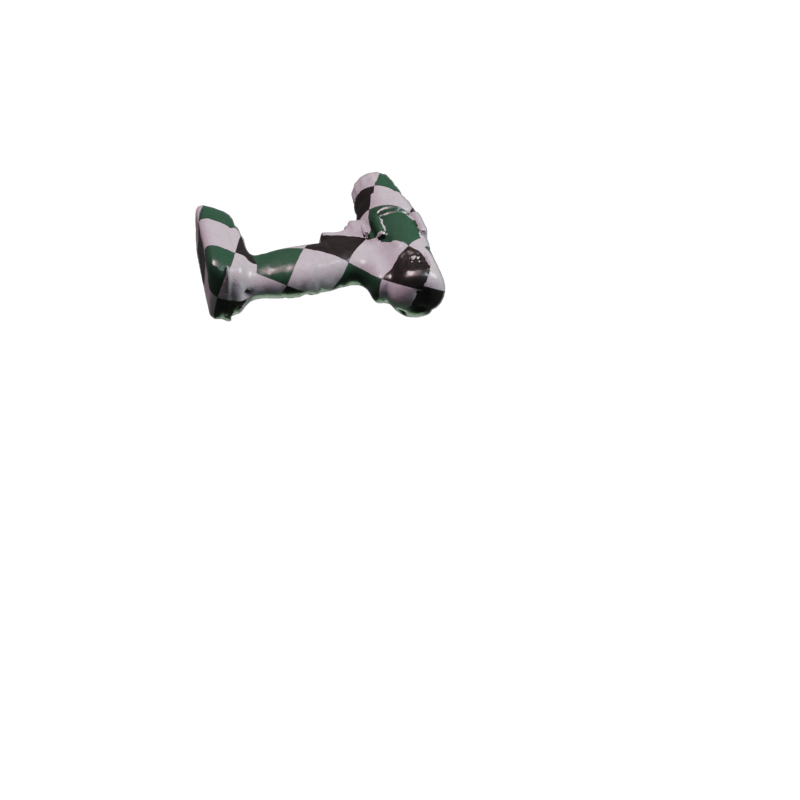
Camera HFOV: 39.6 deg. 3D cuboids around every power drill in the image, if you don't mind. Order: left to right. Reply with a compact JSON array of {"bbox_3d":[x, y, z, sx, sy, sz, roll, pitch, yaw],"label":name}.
[{"bbox_3d":[-0.071,-0.129,0.907,0.186,0.054,0.199,-7,37,-10],"label":"power drill"}]
